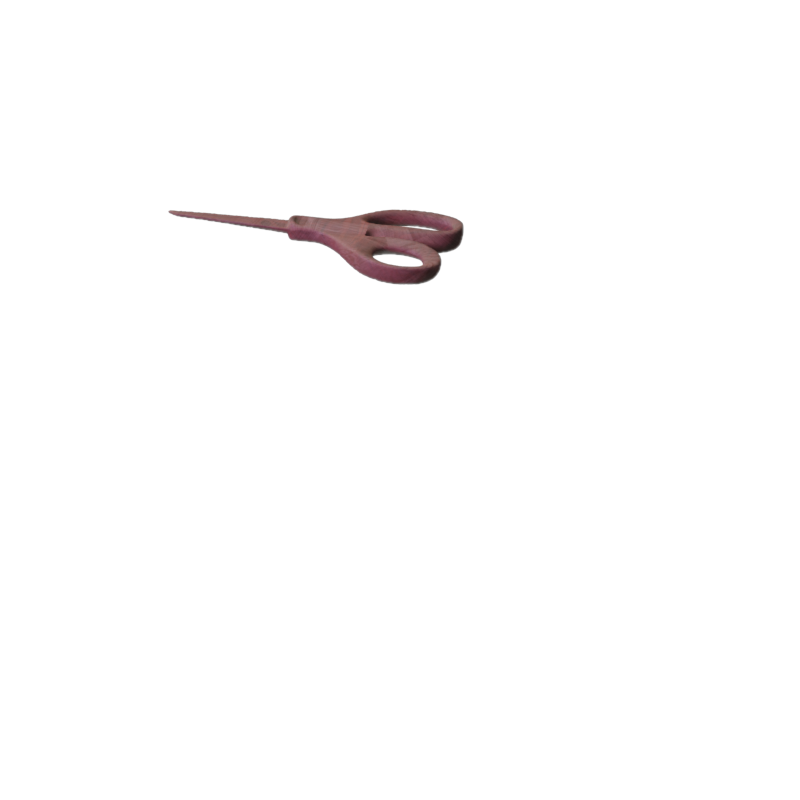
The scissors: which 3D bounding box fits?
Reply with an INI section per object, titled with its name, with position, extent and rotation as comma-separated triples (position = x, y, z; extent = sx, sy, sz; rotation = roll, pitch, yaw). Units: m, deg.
[scissors]
position = -0.057, -0.105, 0.733
extent = 0.201, 0.015, 0.102
rotation = 0, 33, -1
